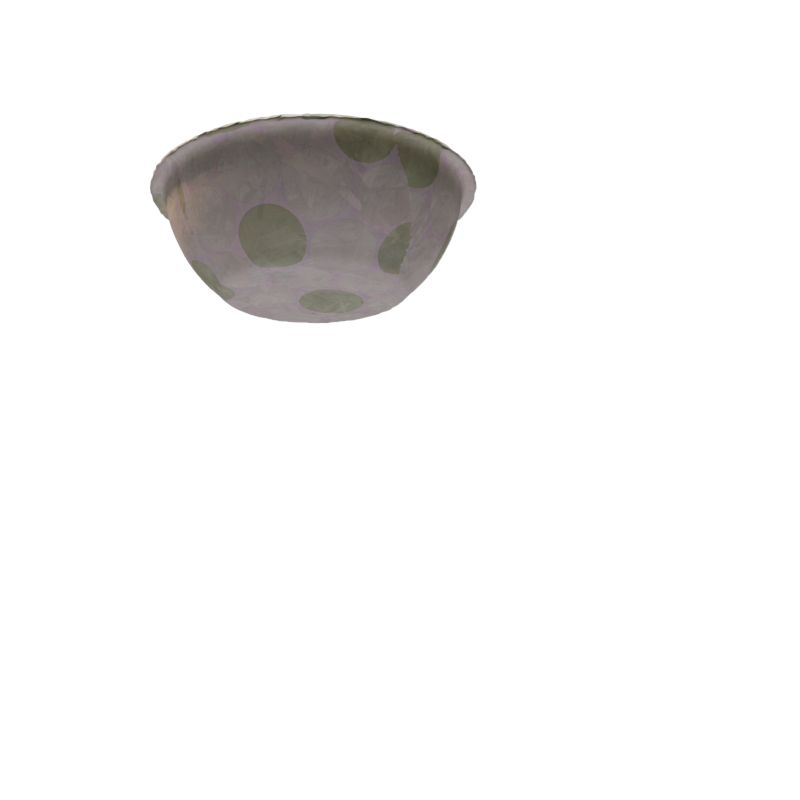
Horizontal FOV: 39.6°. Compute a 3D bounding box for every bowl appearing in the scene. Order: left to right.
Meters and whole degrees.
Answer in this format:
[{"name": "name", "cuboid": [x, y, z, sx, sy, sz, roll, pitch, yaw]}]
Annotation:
[{"name": "bowl", "cuboid": [-0.043, -0.078, 0.544, 0.162, 0.058, 0.155, 0, -16, -2]}]
